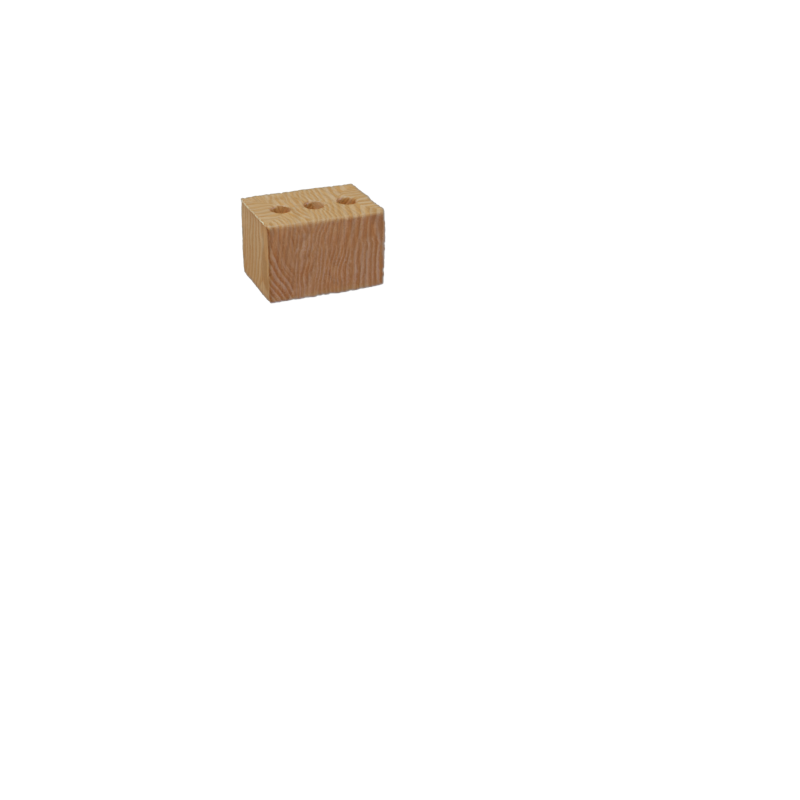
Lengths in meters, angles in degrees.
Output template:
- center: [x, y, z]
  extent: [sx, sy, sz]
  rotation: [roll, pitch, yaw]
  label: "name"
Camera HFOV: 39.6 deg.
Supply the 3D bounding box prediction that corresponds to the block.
- center: [-0.054, -0.098, 0.687]
  extent: [0.077, 0.049, 0.057]
  rotation: [-11, 29, -21]
  label: "block"
